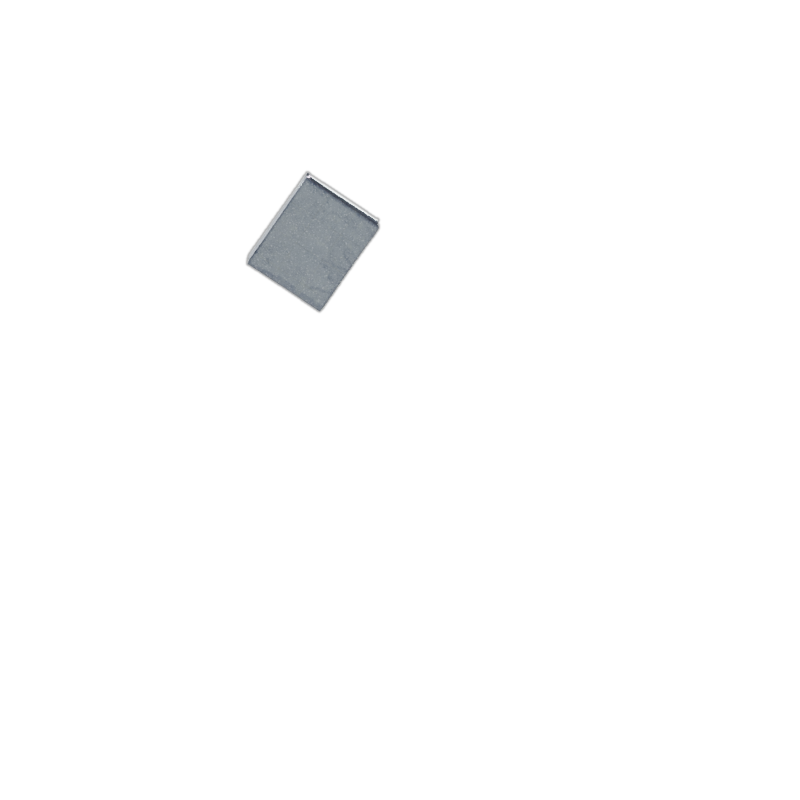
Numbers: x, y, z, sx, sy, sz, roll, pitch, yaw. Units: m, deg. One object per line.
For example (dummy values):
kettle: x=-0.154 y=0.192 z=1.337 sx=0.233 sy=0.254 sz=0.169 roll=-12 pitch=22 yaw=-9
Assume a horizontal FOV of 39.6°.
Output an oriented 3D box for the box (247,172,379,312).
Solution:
box: x=-0.071 y=-0.129 z=0.902 sx=0.072 sy=0.088 sz=0.031 roll=34 pitch=12 yaw=-9
